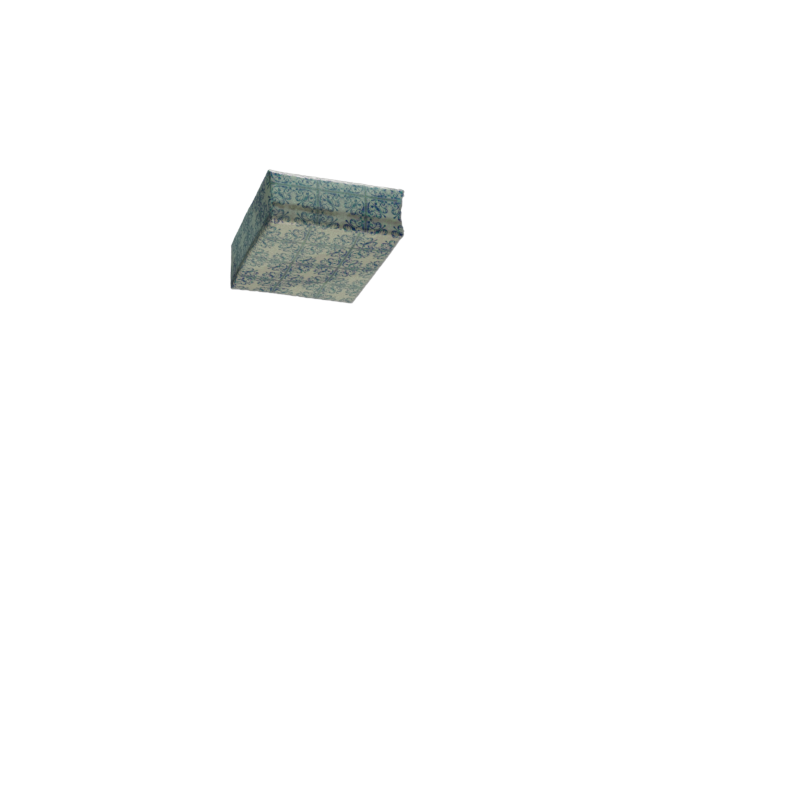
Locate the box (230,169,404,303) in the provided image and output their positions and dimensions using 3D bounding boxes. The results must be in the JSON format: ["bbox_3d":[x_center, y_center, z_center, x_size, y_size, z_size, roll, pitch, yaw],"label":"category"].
[{"bbox_3d":[-0.057,-0.104,0.727,0.088,0.041,0.111,6,-19,-18],"label":"box"}]
